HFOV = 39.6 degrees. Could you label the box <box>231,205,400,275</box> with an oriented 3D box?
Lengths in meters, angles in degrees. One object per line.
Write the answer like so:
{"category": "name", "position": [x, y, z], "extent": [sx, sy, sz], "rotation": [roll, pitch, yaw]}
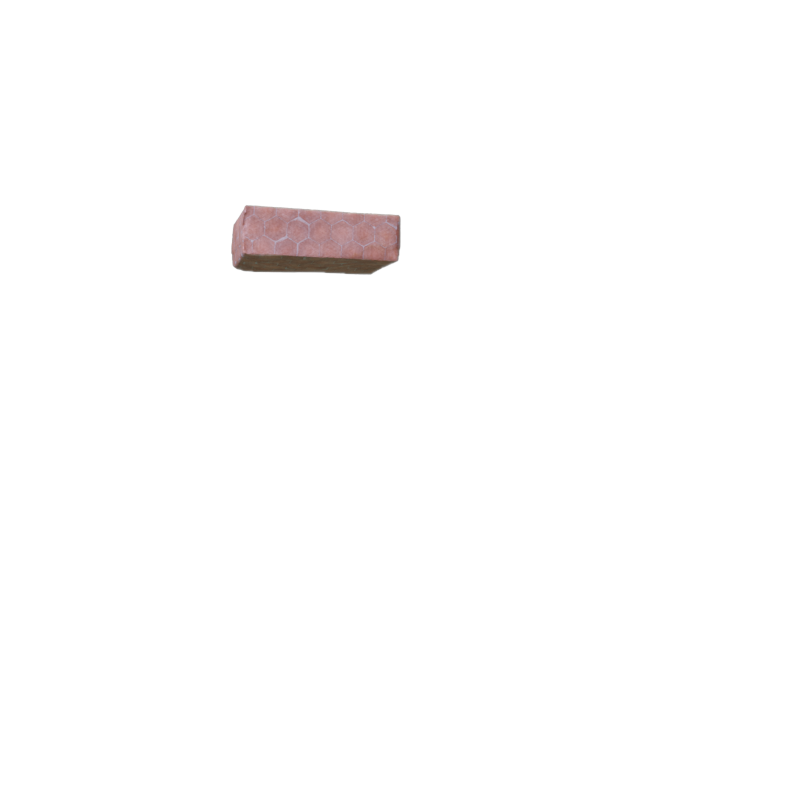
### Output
{"category": "box", "position": [-0.063, -0.115, 0.809], "extent": [0.112, 0.039, 0.090], "rotation": [0, -2, -11]}
